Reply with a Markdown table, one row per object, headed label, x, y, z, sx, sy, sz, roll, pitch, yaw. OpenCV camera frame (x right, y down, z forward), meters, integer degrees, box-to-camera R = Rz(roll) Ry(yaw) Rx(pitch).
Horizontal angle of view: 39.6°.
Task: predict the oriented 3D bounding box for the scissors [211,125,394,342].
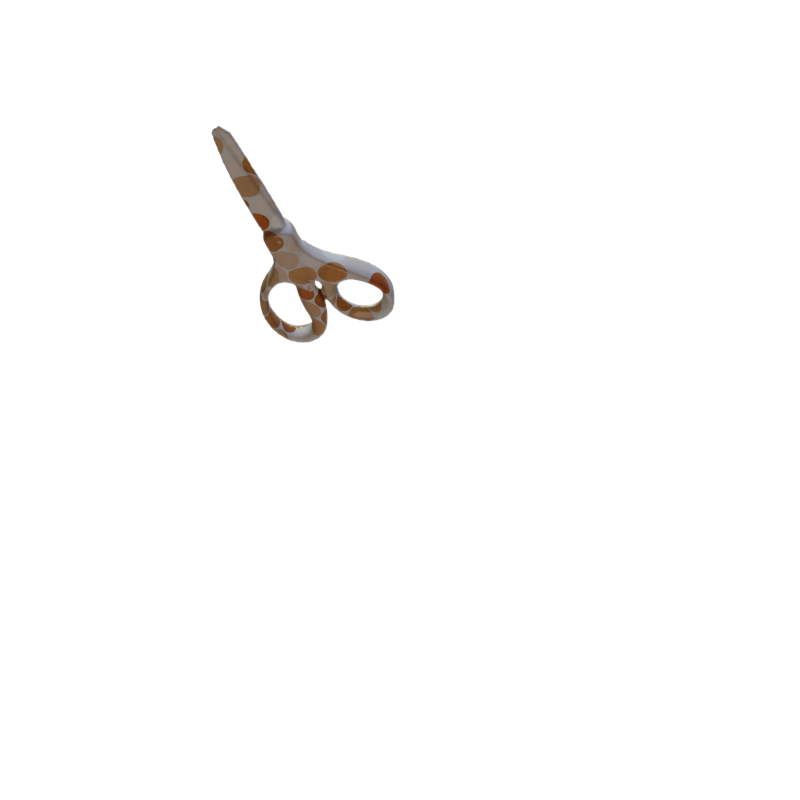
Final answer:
| label | x | y | z | sx | sy | sz | roll | pitch | yaw |
| --- | --- | --- | --- | --- | --- | --- | --- | --- | --- |
| scissors | -0.052 | -0.095 | 0.668 | 0.096 | 0.017 | 0.188 | -1 | -33 | 1 |
